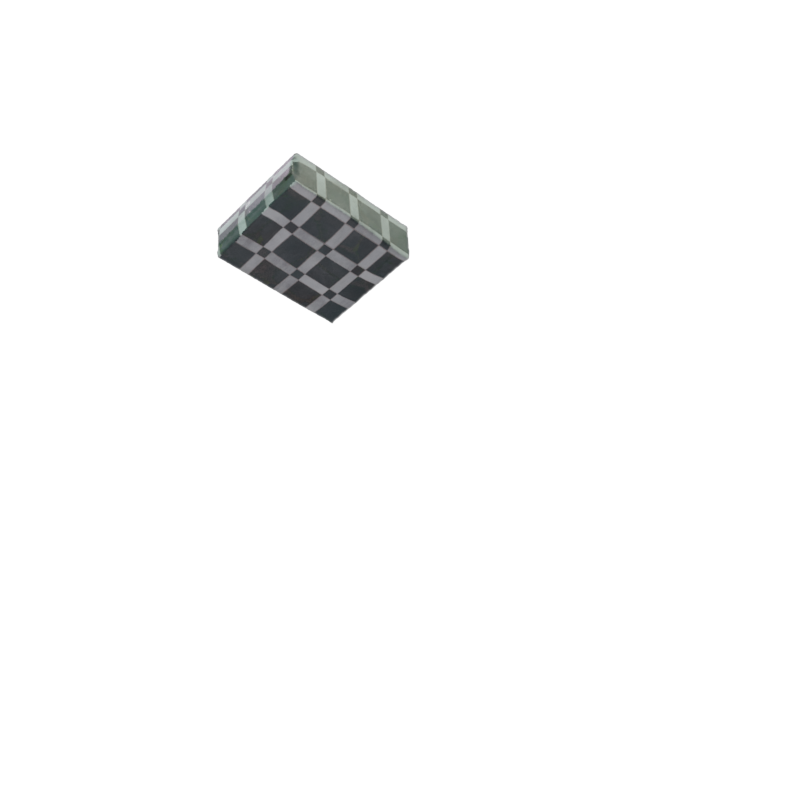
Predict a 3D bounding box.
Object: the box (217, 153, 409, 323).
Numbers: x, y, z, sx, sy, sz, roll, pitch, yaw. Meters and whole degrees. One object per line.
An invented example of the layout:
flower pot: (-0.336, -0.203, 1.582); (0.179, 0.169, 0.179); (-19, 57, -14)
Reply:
box: (-0.063, -0.115, 0.805); (0.107, 0.042, 0.089); (33, -54, -28)
